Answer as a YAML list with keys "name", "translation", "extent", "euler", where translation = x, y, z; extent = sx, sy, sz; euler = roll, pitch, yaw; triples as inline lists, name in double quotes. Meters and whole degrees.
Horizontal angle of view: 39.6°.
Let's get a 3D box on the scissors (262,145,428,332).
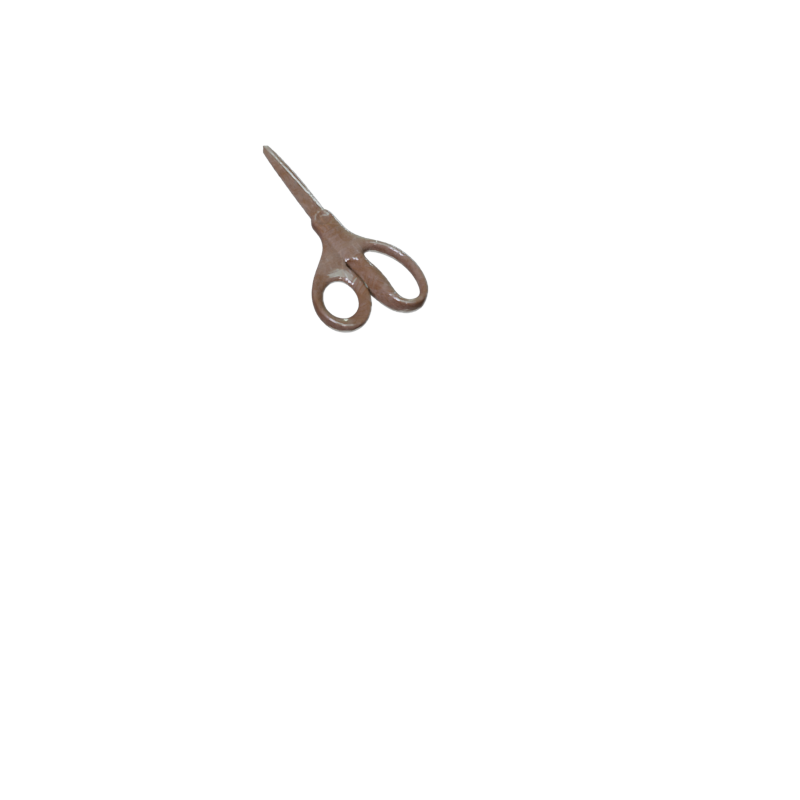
- name: "scissors"
  translation: [-0.068, -0.125, 0.873]
  extent: [0.213, 0.097, 0.015]
  euler: [38, -27, 23]
